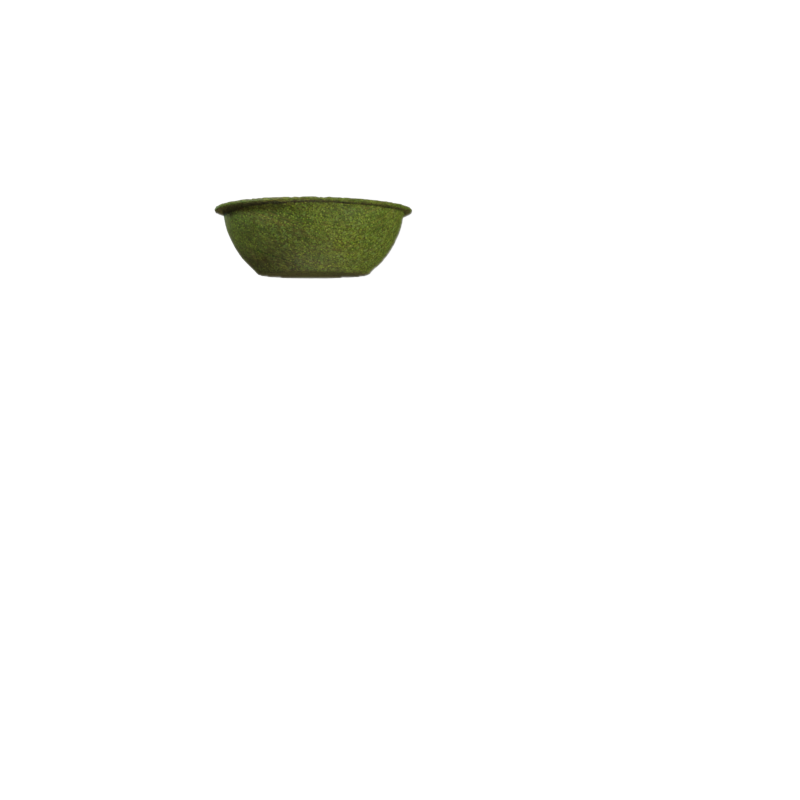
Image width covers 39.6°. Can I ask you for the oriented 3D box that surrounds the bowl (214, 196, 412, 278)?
[{"bbox_3d":[-0.071,-0.129,0.904,0.162,0.055,0.162,0,2,-2],"label":"bowl"}]
